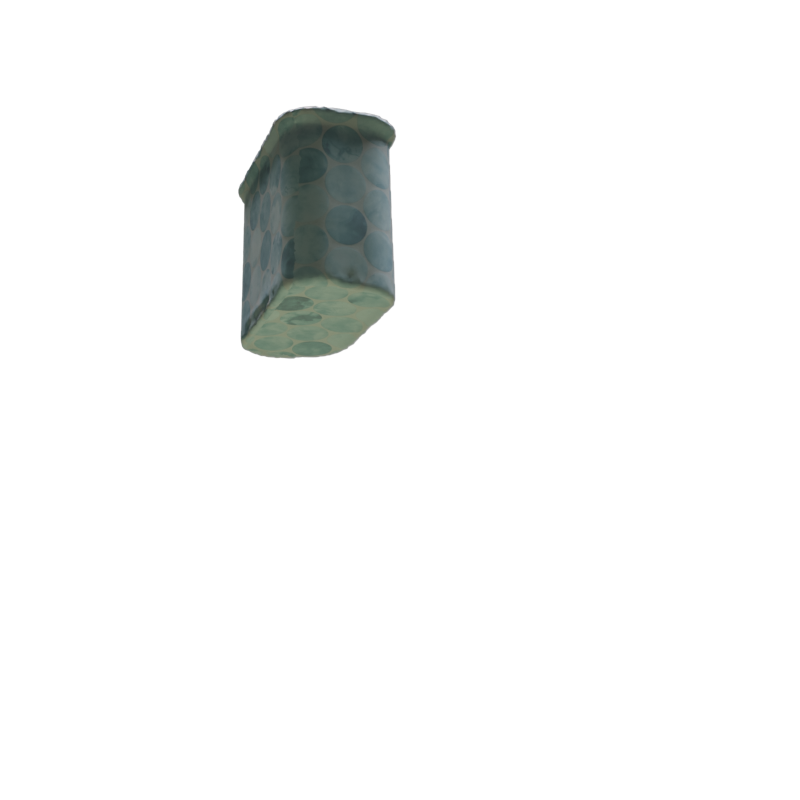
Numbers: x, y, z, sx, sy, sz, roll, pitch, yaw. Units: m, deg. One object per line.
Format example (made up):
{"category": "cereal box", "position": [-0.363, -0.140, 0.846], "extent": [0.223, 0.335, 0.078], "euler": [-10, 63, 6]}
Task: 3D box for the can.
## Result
{"category": "can", "position": [-0.040, -0.073, 0.512], "extent": [0.056, 0.088, 0.100], "euler": [7, -22, -20]}
